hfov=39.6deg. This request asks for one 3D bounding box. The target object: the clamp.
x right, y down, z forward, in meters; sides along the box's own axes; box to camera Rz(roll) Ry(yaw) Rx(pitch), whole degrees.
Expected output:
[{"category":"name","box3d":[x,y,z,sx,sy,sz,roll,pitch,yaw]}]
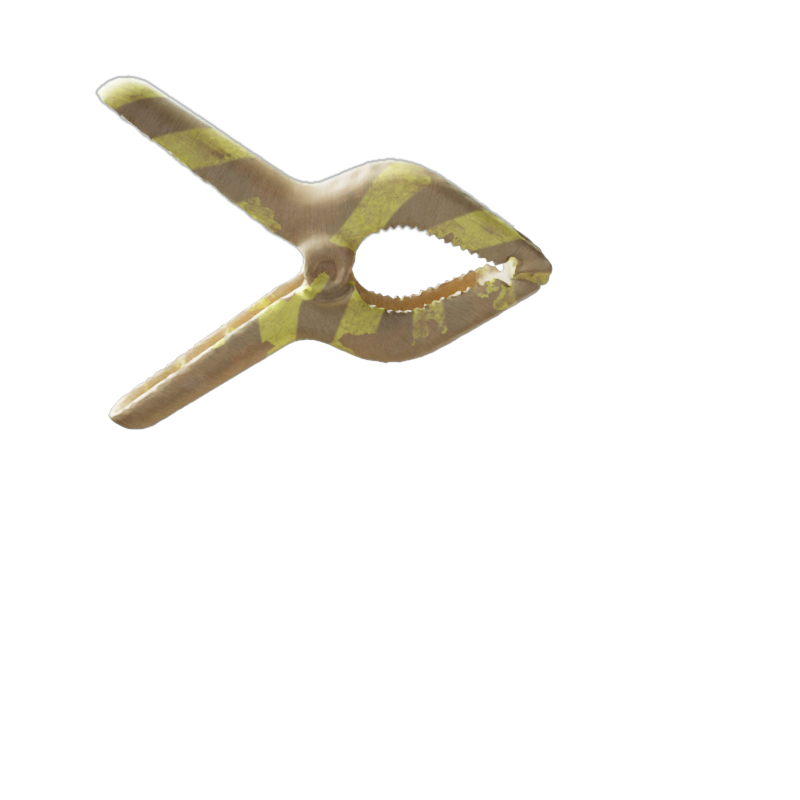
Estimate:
[{"category":"clamp","box3d":[-0.039,-0.072,0.503,0.210,0.158,0.038,-5,18,1]}]
